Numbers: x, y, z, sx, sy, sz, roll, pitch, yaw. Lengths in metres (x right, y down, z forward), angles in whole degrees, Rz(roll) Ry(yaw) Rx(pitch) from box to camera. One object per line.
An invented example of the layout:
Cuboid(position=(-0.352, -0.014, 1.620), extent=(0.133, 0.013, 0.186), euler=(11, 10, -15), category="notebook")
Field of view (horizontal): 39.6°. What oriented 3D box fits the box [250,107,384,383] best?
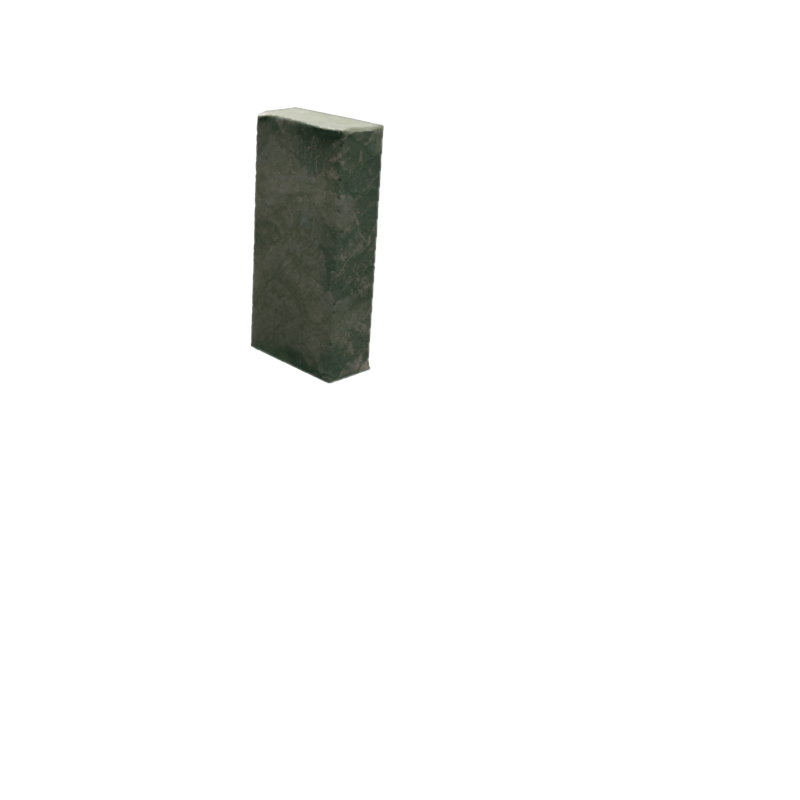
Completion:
Cuboid(position=(-0.061, -0.111, 0.774), extent=(0.047, 0.169, 0.099), euler=(-14, 24, -41), category="box")
